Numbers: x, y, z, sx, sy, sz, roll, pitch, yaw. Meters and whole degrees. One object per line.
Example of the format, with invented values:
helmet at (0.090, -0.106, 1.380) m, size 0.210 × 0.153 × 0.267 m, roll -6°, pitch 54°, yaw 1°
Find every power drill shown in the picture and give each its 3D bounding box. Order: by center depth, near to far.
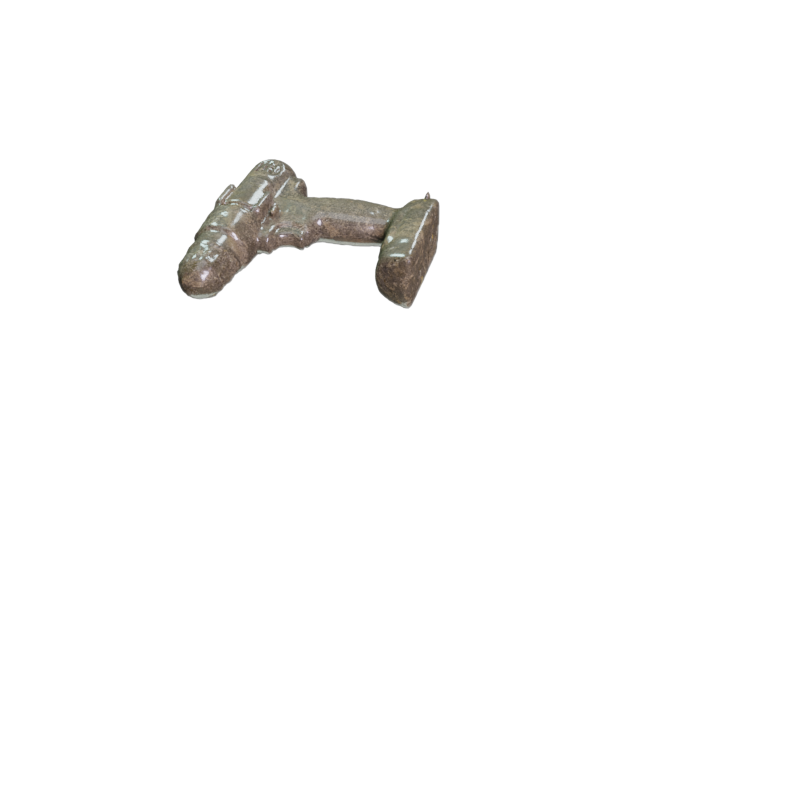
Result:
power drill at (-0.072, -0.131, 0.914) m, size 0.193 × 0.053 × 0.192 m, roll 13°, pitch 42°, yaw 14°
